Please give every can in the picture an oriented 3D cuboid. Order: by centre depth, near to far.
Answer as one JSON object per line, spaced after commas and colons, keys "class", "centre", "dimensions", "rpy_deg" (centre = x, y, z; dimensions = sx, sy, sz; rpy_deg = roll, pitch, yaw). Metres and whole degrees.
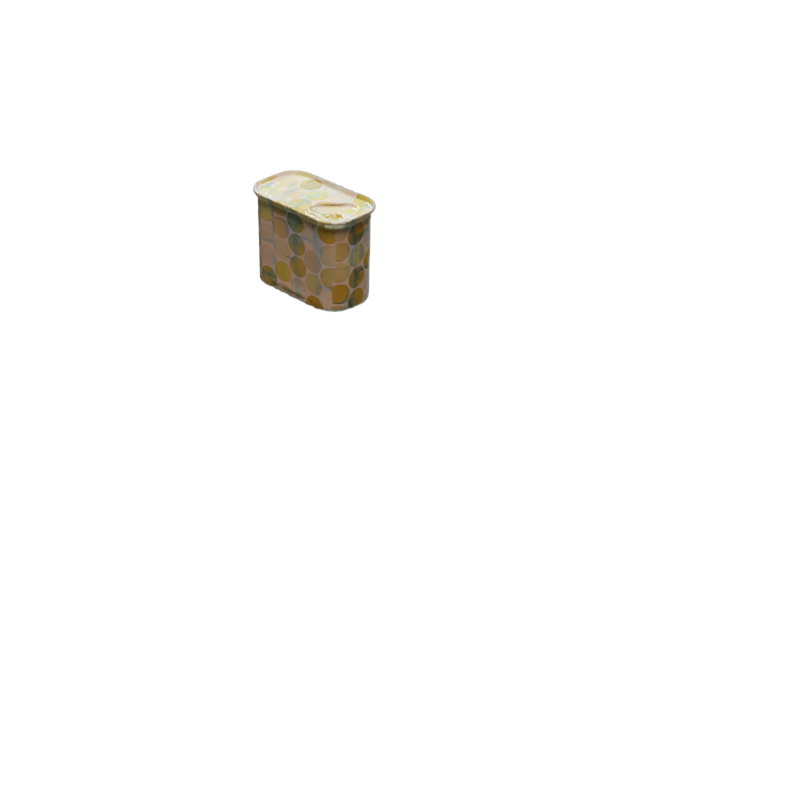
{"class": "can", "centre": [-0.070, -0.127, 0.891], "dimensions": [0.109, 0.079, 0.057], "rpy_deg": [28, 39, 36]}
